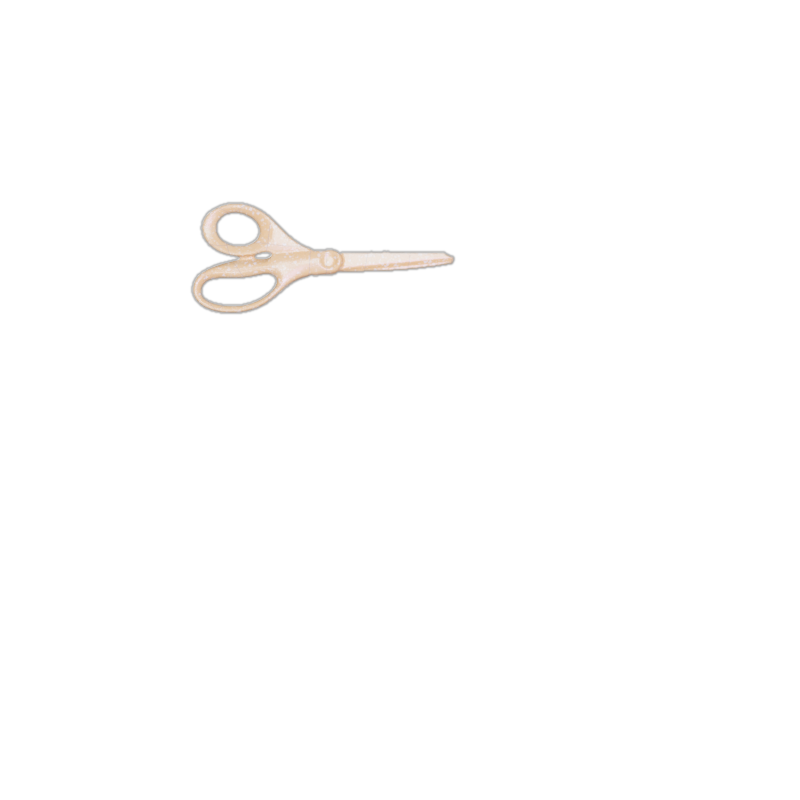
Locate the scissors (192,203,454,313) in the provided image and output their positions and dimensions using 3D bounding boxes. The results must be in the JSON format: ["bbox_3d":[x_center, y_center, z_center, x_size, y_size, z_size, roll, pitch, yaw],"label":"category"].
[{"bbox_3d":[-0.068,-0.124,0.867,0.201,0.100,0.015,-17,-13,-4],"label":"scissors"}]
